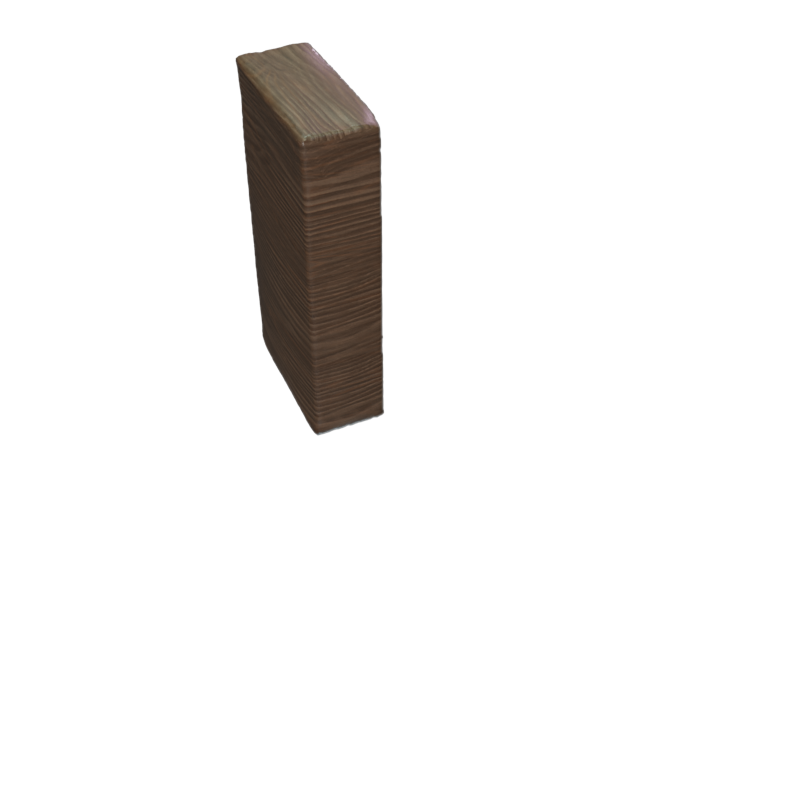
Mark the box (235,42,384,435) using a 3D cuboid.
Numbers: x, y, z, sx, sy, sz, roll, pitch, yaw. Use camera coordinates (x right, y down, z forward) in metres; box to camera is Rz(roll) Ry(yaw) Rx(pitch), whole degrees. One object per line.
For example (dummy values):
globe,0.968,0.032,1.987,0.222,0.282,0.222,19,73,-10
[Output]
box,-0.043,-0.079,0.557,0.047,0.165,0.101,-13,41,-19
